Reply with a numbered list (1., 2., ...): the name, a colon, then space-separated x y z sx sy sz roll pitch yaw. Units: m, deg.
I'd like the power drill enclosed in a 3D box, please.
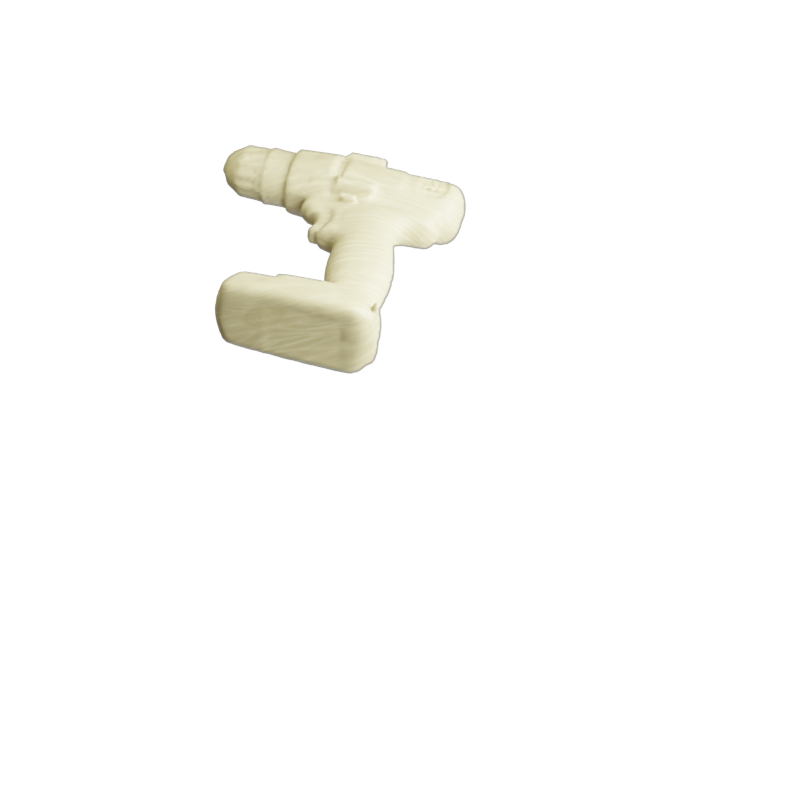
1. power drill: -0.060 -0.110 0.770 0.189 0.053 0.197 11 44 12
